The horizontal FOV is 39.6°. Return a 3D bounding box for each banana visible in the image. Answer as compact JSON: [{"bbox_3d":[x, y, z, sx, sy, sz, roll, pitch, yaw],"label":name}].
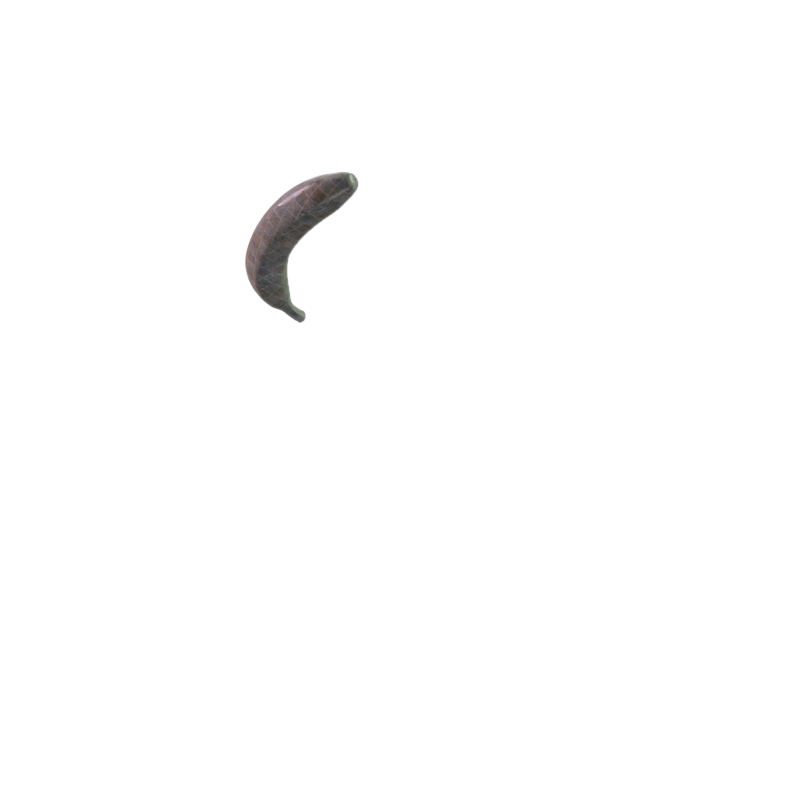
[{"bbox_3d":[-0.093,-0.136,0.951,0.068,0.039,0.189,9,-33,-15],"label":"banana"}]
